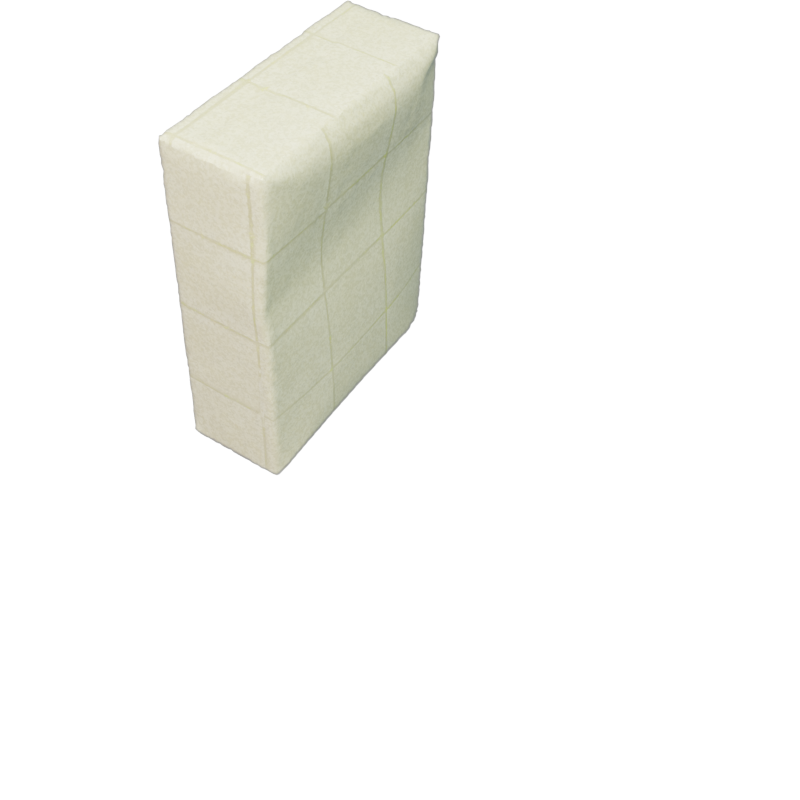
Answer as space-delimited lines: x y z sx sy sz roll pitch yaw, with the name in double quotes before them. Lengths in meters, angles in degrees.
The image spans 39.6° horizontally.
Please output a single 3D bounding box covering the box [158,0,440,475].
"box" -0.049 -0.089 0.624 0.075 0.199 0.168 25 49 20
